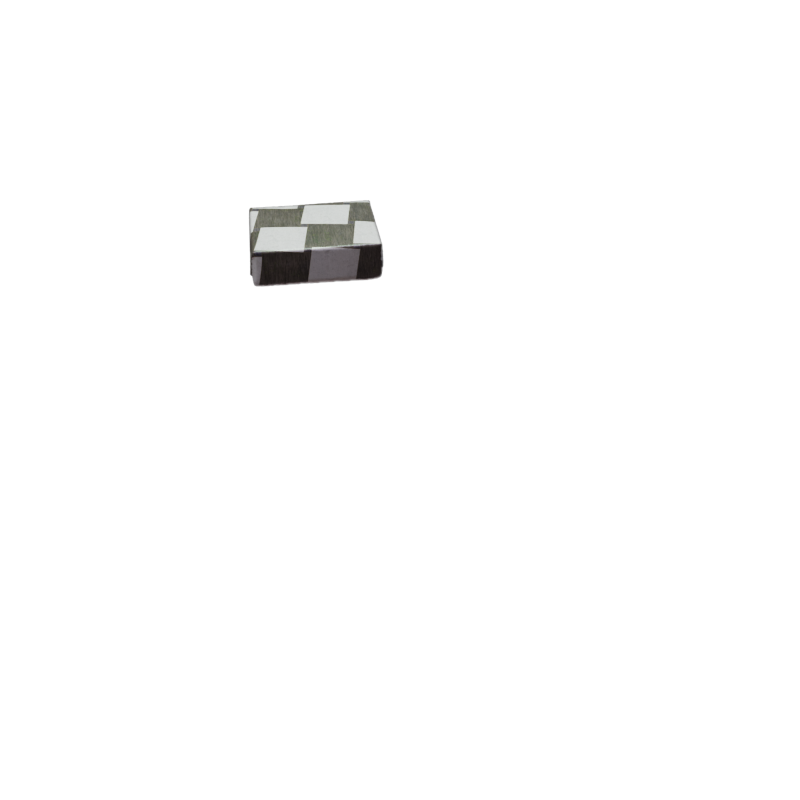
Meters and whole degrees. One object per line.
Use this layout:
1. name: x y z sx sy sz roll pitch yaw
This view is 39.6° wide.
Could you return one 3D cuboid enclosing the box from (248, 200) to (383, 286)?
1. box: -0.076 -0.138 0.971 0.113 0.037 0.096 -3 33 -5
